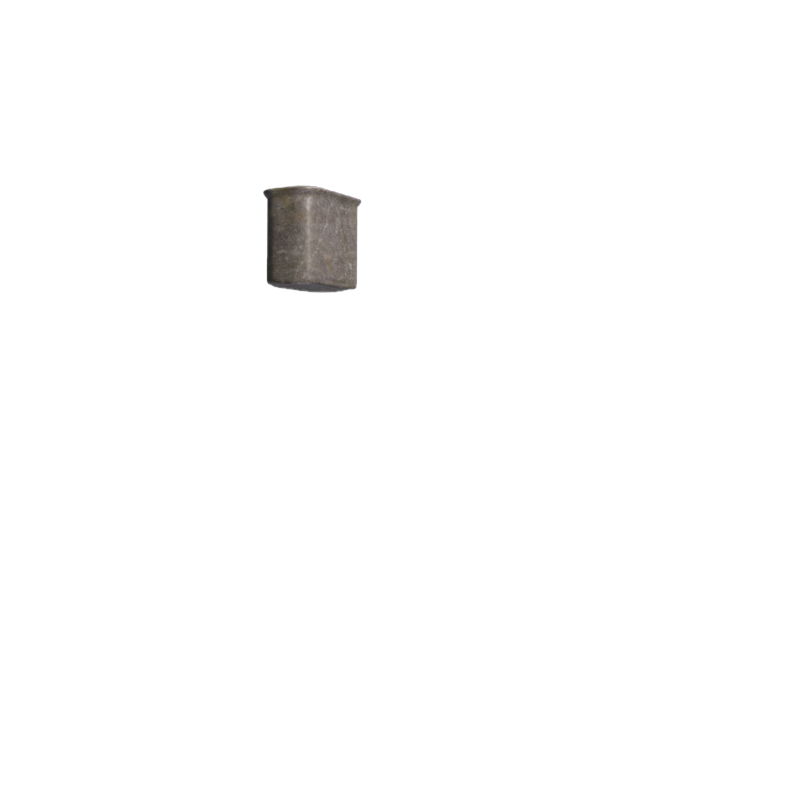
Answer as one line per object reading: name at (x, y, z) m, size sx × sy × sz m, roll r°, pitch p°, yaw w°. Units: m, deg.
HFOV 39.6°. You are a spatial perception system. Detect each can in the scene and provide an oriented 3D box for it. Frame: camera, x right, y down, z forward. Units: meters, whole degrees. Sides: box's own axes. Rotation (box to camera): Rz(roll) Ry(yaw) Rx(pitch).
can at (-0.077, -0.141, 0.986) m, size 0.059 × 0.085 × 0.098 m, roll -3°, pitch -3°, yaw 28°
